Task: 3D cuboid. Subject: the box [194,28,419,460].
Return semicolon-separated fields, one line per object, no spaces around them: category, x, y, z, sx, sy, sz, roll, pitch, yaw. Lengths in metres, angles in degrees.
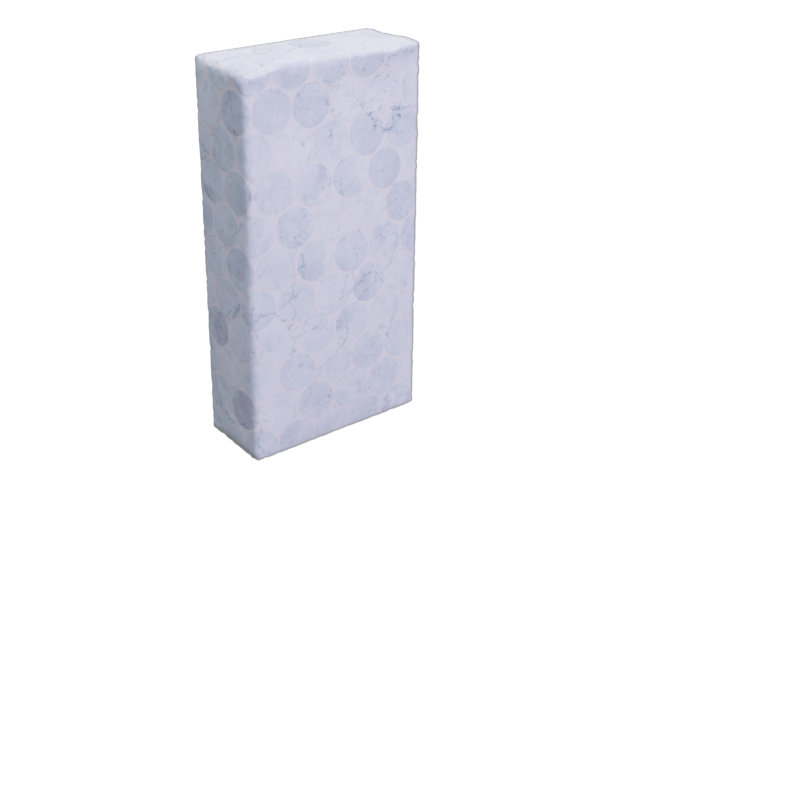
box;-0.039;-0.070;0.493;0.092;0.167;0.051;-18;32;-34
